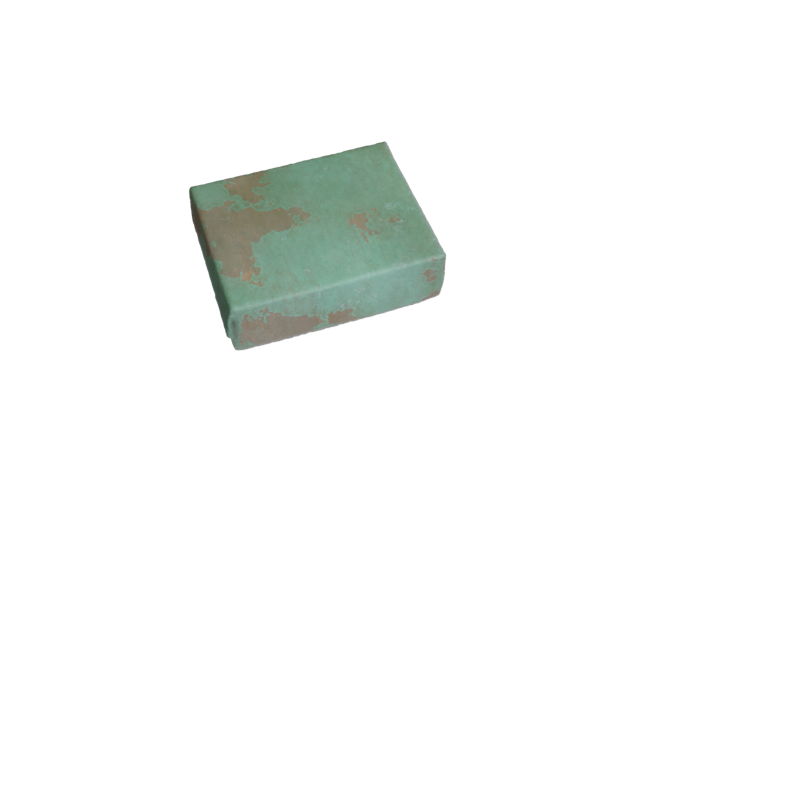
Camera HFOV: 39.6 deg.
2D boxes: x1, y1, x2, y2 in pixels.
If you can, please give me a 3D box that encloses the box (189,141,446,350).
[{"bbox_3d":[-0.045,-0.082,0.572,0.112,0.097,0.036,-14,-37,-12],"label":"box"}]
